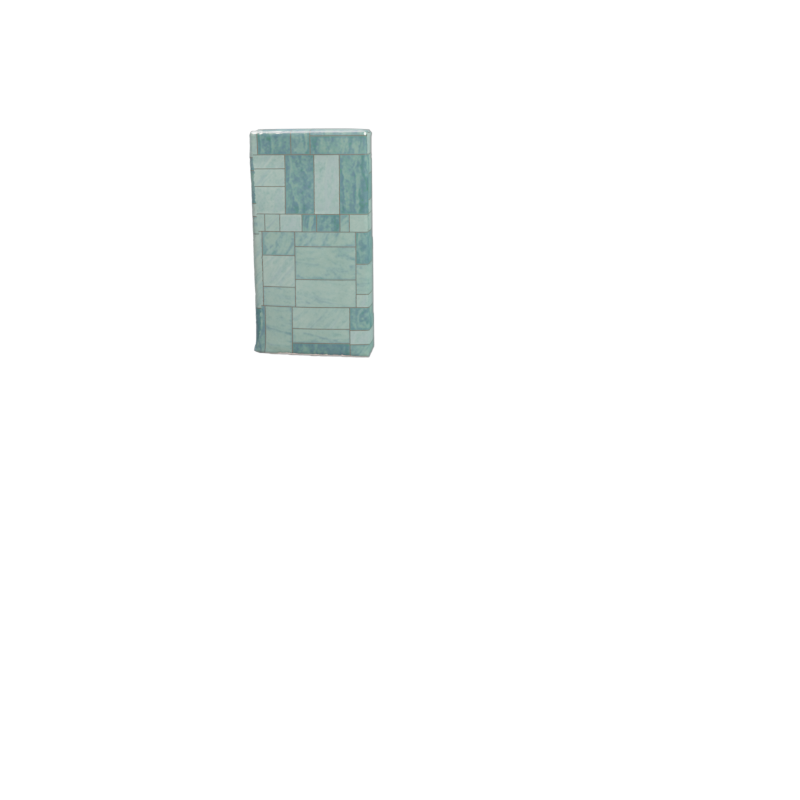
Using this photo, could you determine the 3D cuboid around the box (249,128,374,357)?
[{"bbox_3d":[-0.068,-0.124,0.868,0.094,0.173,0.048,2,7,8],"label":"box"}]
